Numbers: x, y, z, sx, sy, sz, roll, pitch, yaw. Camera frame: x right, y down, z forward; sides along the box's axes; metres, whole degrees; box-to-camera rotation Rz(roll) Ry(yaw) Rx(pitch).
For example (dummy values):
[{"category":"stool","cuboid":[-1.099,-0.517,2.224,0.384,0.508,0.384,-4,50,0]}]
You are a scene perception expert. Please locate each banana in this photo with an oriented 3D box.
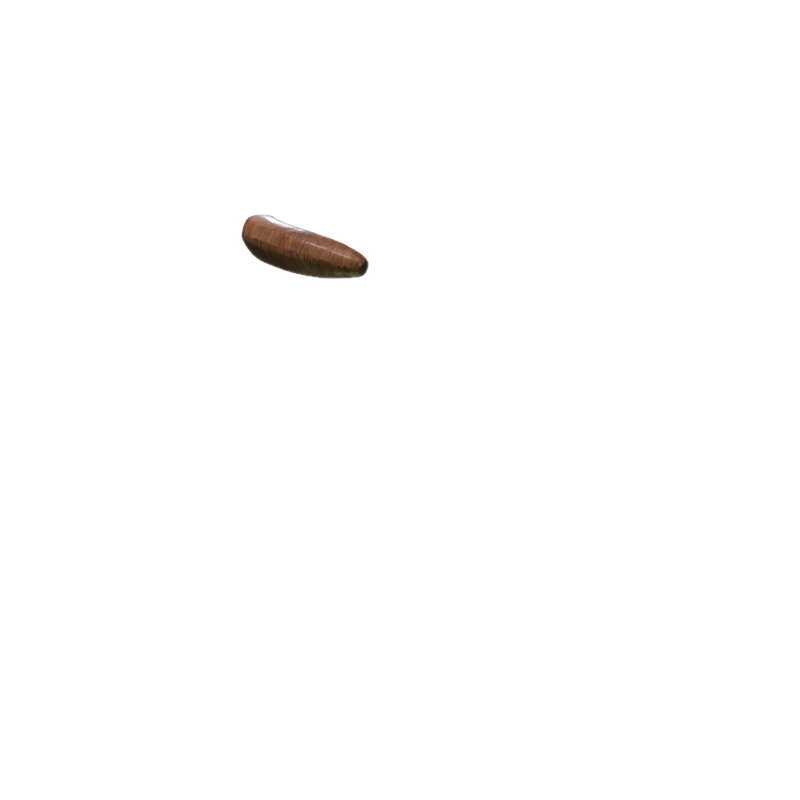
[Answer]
[{"category":"banana","cuboid":[-0.092,-0.134,0.942,0.068,0.036,0.209,-6,19,-21]}]
